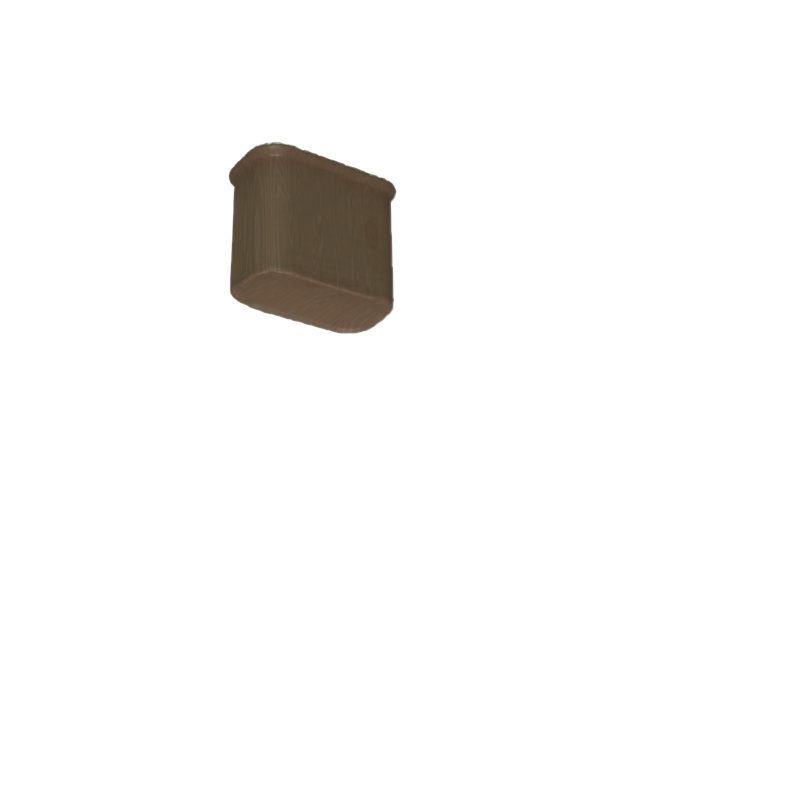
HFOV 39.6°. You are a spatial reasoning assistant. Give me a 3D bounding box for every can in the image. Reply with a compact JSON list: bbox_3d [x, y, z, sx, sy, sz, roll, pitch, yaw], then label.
[{"bbox_3d":[-0.052,-0.094,0.659,0.097,0.089,0.057,15,-31,-30],"label":"can"}]
